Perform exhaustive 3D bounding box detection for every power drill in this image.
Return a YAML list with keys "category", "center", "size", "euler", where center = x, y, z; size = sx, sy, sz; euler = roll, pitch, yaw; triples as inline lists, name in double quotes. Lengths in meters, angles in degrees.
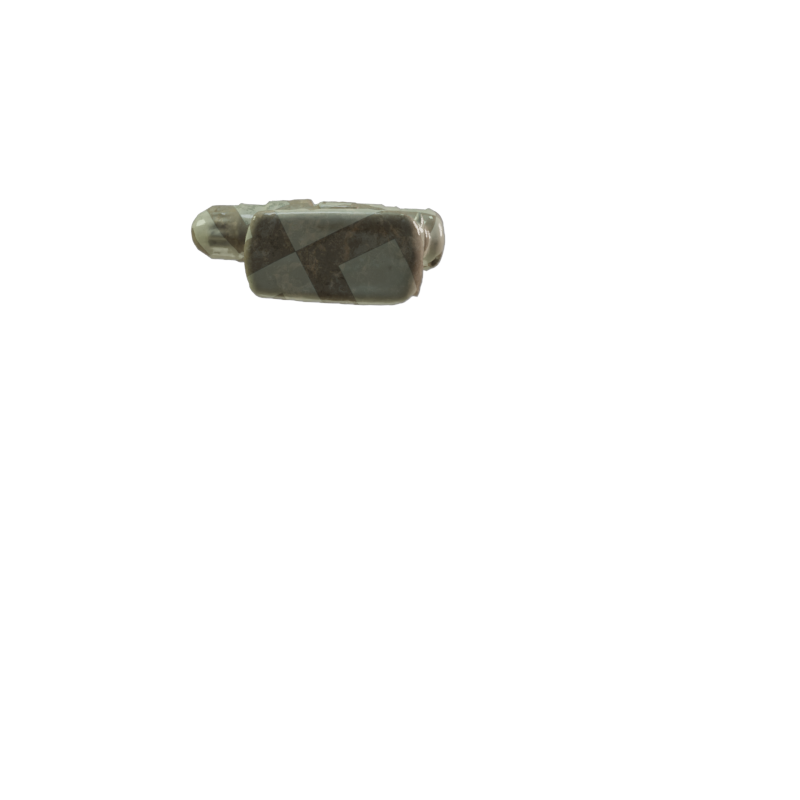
- category: "power drill"
  center: [-0.058, -0.105, 0.739]
  size: [0.185, 0.056, 0.192]
  euler: [0, 13, 0]
